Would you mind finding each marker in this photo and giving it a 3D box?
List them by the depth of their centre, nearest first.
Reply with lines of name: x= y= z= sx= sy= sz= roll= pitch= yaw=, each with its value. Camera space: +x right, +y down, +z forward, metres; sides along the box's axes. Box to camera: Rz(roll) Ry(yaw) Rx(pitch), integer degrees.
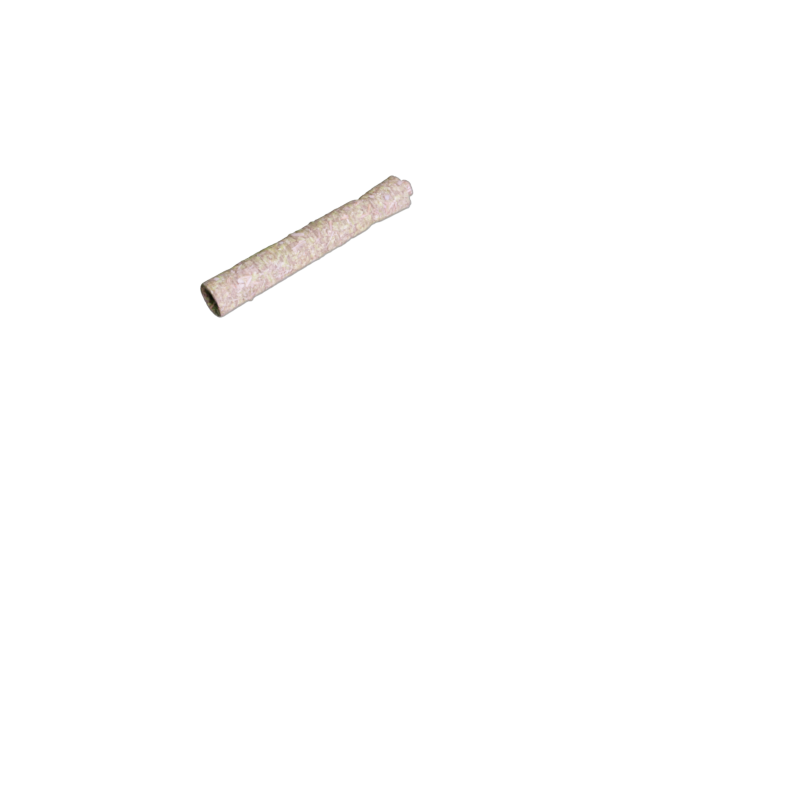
marker: x=-0.043 y=-0.078 z=0.544 sx=0.121 sy=0.019 sz=0.020 roll=-33 pitch=18 yaw=-22
